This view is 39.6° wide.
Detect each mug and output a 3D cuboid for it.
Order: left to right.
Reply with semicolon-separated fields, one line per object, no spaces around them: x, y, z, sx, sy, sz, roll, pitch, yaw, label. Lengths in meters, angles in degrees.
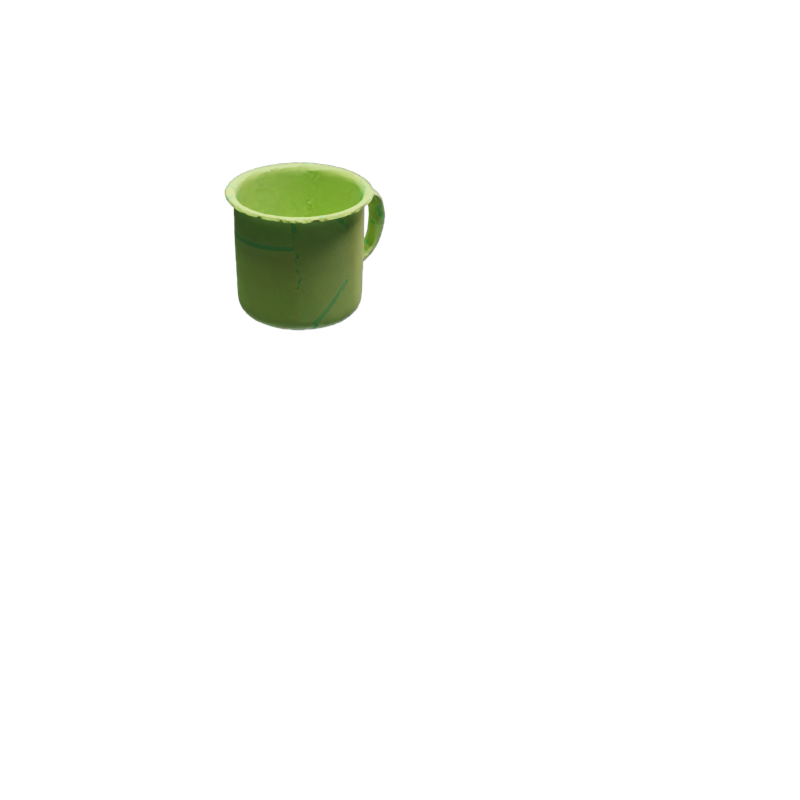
-0.056;-0.102;0.718;0.116;0.077;0.099;-26;40;-38;mug
